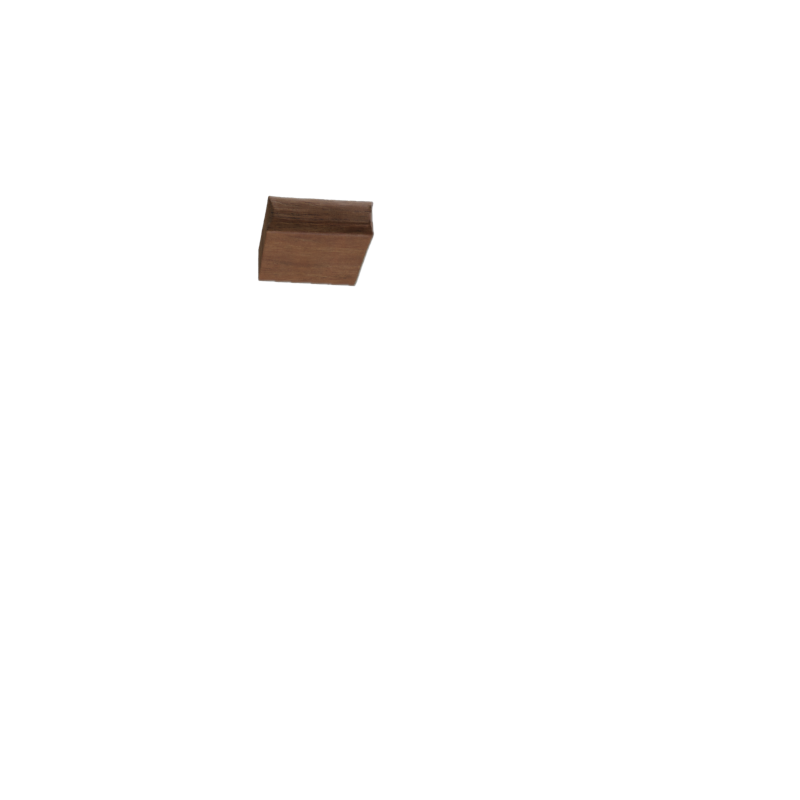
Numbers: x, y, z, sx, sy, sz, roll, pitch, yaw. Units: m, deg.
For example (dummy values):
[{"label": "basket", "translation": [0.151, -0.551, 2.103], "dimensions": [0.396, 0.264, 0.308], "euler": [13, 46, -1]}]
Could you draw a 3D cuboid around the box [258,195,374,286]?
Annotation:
[{"label": "box", "translation": [-0.061, -0.111, 0.779], "dimensions": [0.072, 0.032, 0.086], "euler": [3, -20, -8]}]
